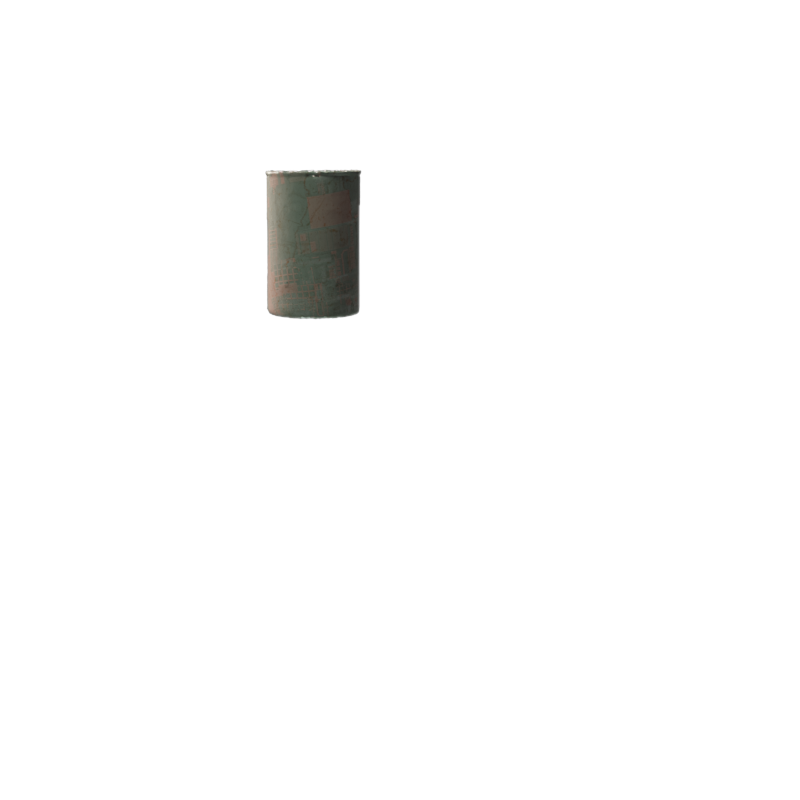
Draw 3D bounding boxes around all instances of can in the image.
[{"bbox_3d":[-0.062,-0.113,0.790,0.068,0.101,0.070,0,7,-2],"label":"can"}]
